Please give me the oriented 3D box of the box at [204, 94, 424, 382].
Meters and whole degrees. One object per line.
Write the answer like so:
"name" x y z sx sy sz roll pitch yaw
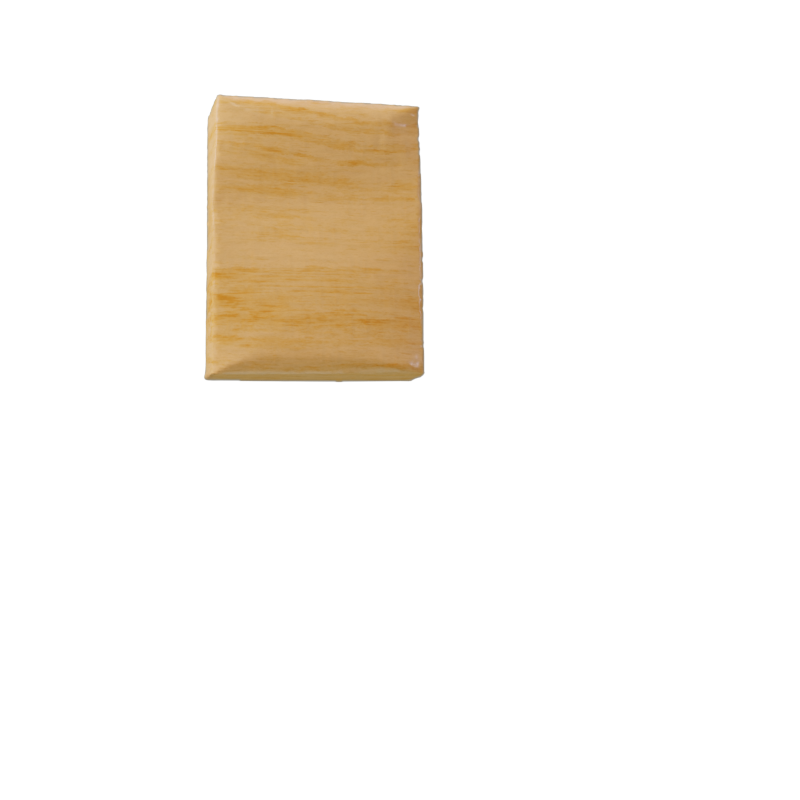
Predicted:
"box" -0.067 -0.122 0.857 0.161 0.219 0.071 1 -9 -12
